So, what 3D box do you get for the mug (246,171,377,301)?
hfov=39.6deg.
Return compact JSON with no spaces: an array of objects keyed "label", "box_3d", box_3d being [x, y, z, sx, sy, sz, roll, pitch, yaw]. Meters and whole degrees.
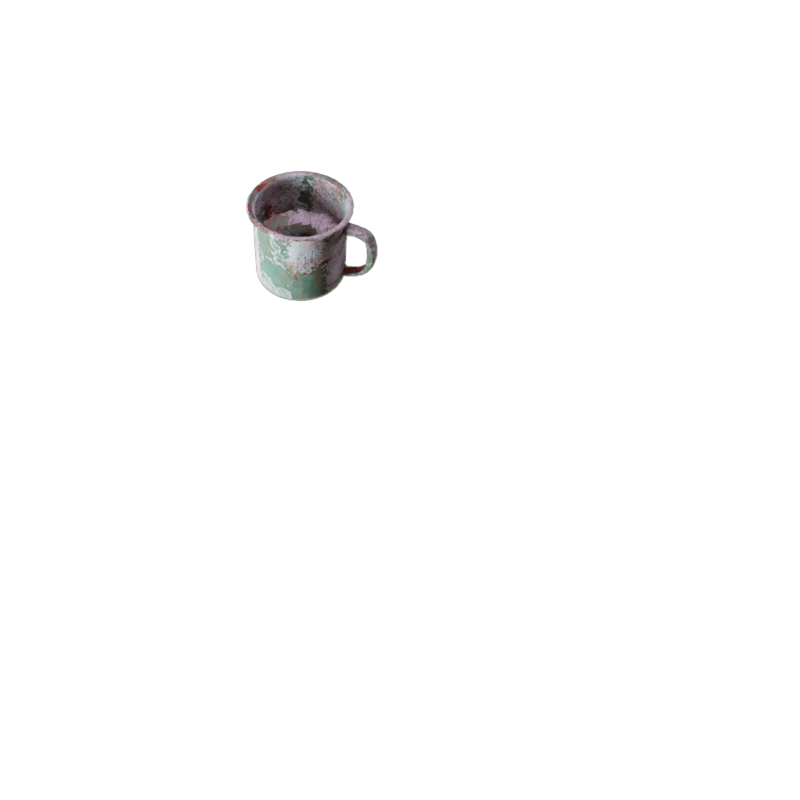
[{"label":"mug","box_3d":[-0.076,-0.139,0.977,0.120,0.076,0.098,12,47,10]}]
